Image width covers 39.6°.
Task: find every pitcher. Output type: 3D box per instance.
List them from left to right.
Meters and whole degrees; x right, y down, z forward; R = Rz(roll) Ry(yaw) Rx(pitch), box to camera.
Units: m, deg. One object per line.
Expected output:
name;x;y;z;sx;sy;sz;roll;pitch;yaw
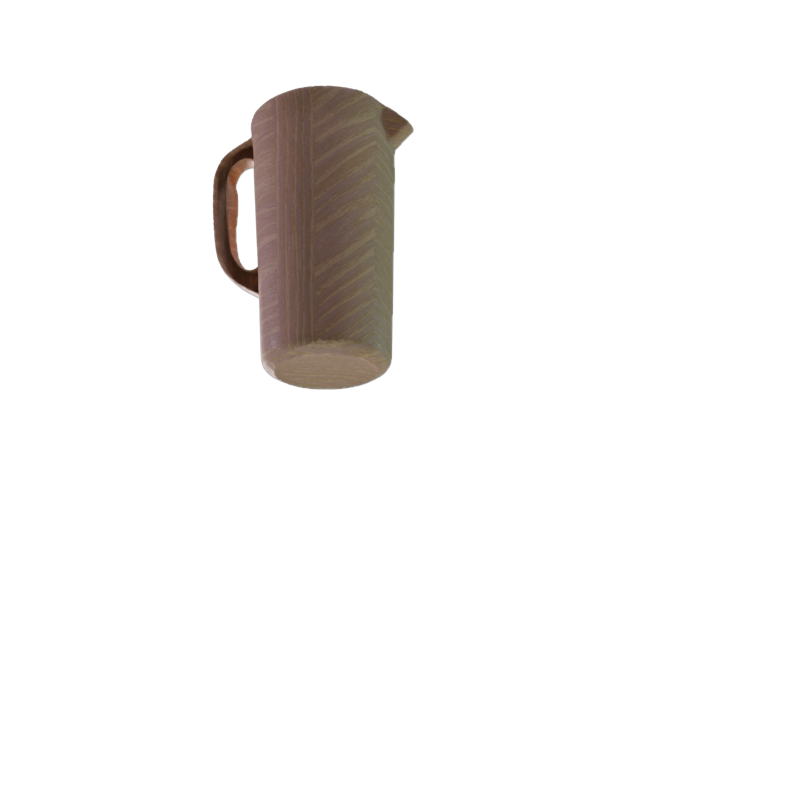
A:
pitcher;-0.075;-0.137;0.962;0.139;0.257;0.147;11;-26;-26
